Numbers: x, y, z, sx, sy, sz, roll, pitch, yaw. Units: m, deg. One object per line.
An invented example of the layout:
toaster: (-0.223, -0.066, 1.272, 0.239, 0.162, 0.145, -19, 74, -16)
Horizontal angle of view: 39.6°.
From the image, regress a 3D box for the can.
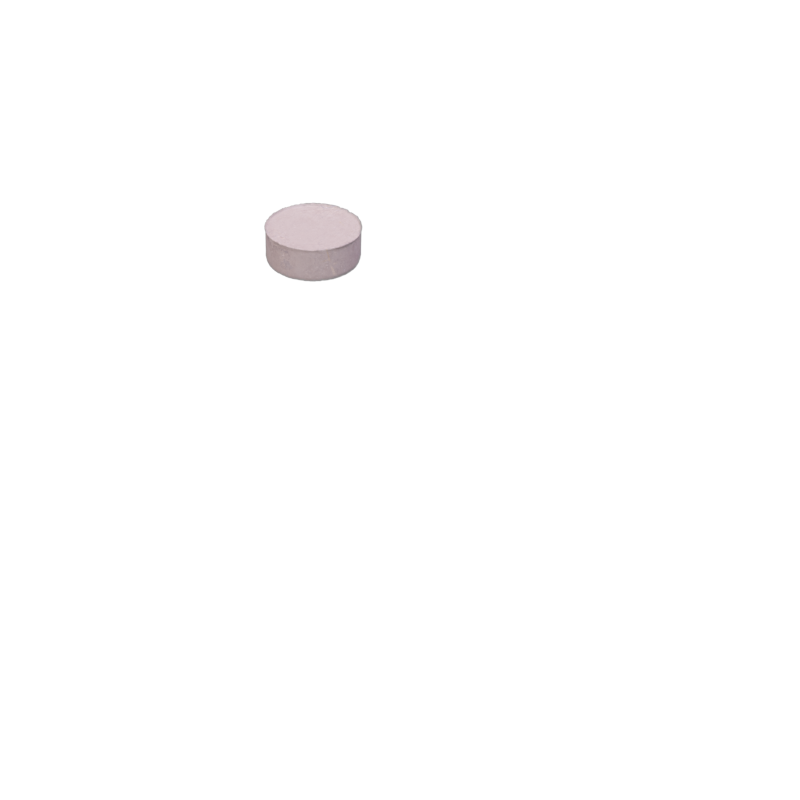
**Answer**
can: (-0.076, -0.139, 0.977, 0.086, 0.031, 0.092, -1, 35, -2)
